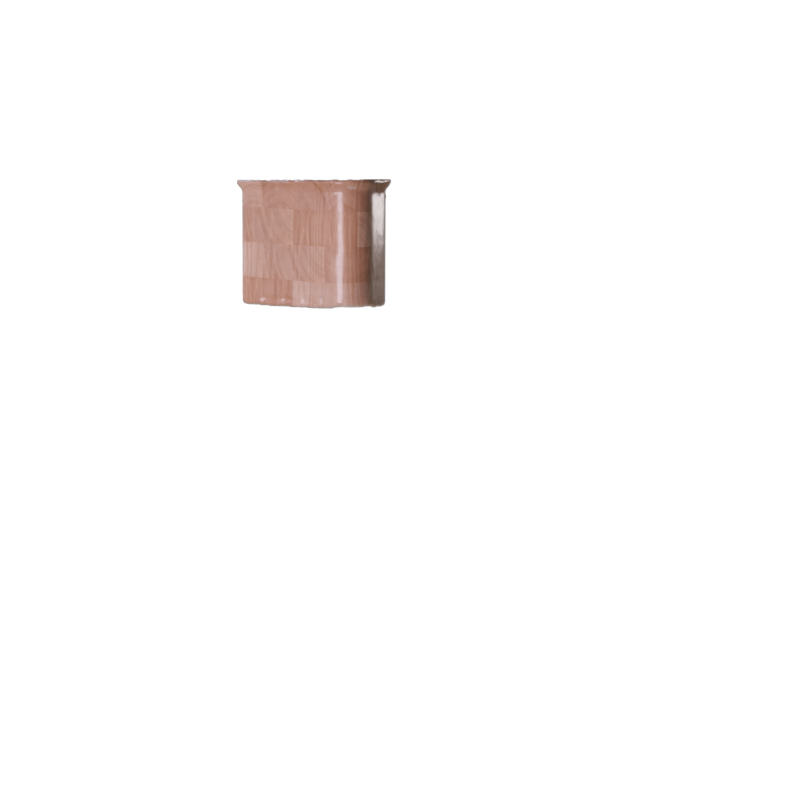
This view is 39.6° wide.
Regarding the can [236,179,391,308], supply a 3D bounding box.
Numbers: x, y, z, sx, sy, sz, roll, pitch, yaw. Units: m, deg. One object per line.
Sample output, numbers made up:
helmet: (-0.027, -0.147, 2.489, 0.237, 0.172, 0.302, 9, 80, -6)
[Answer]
can: (-0.058, -0.106, 0.743, 0.106, 0.083, 0.056, 4, 7, 27)
